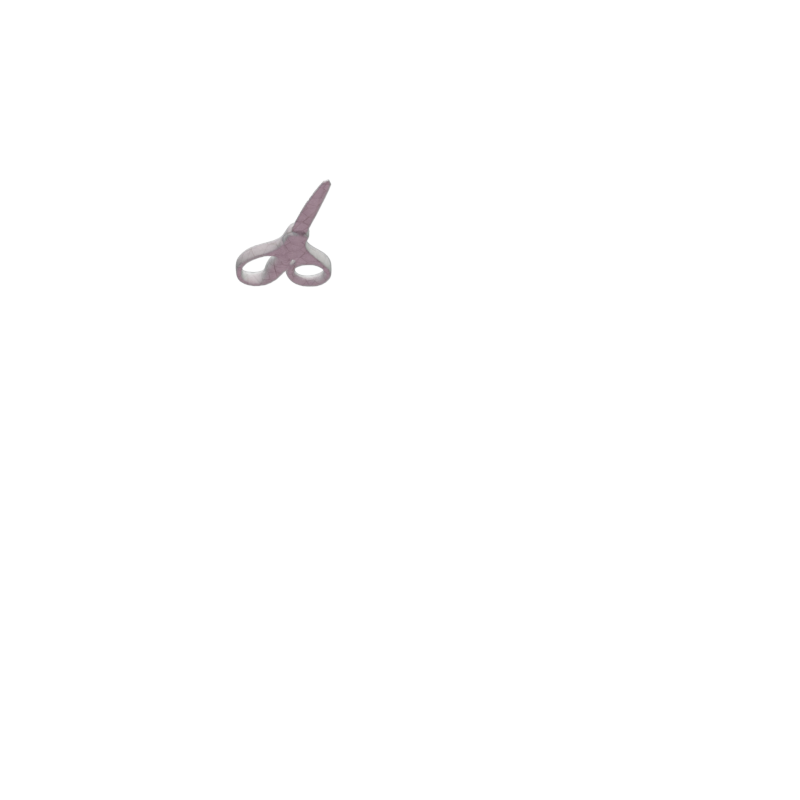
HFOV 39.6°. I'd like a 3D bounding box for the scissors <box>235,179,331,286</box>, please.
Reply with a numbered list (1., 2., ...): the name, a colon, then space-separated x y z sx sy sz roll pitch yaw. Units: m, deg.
1. scissors: -0.076 -0.138 0.965 0.092 0.017 0.201 12 -22 -31
